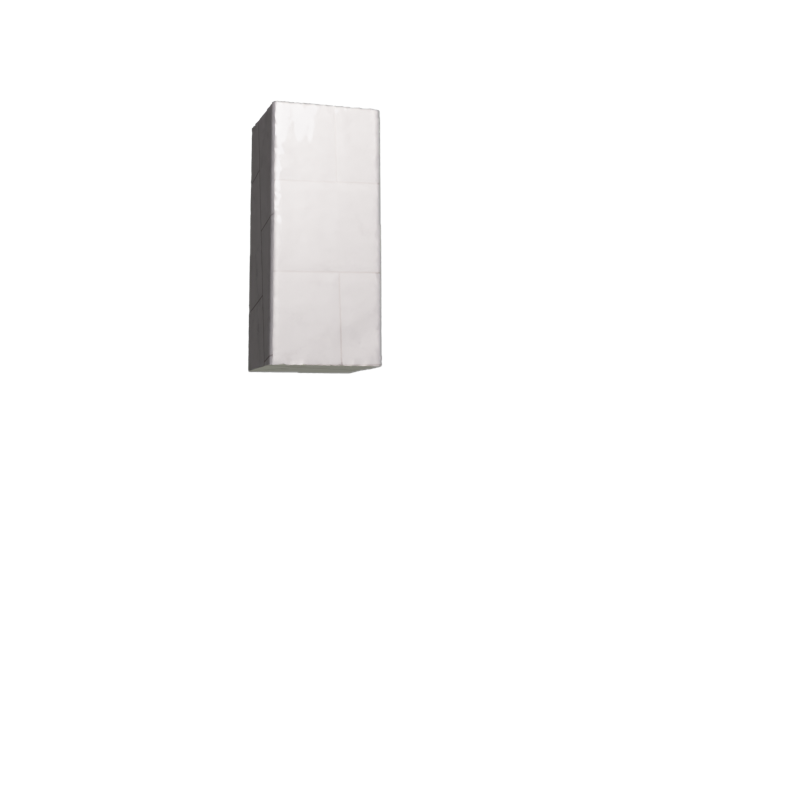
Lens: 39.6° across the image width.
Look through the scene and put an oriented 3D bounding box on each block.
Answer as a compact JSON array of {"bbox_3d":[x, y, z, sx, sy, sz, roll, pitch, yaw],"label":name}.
[{"bbox_3d":[-0.070,-0.128,0.899,0.089,0.211,0.090,2,-10,-17],"label":"block"}]
